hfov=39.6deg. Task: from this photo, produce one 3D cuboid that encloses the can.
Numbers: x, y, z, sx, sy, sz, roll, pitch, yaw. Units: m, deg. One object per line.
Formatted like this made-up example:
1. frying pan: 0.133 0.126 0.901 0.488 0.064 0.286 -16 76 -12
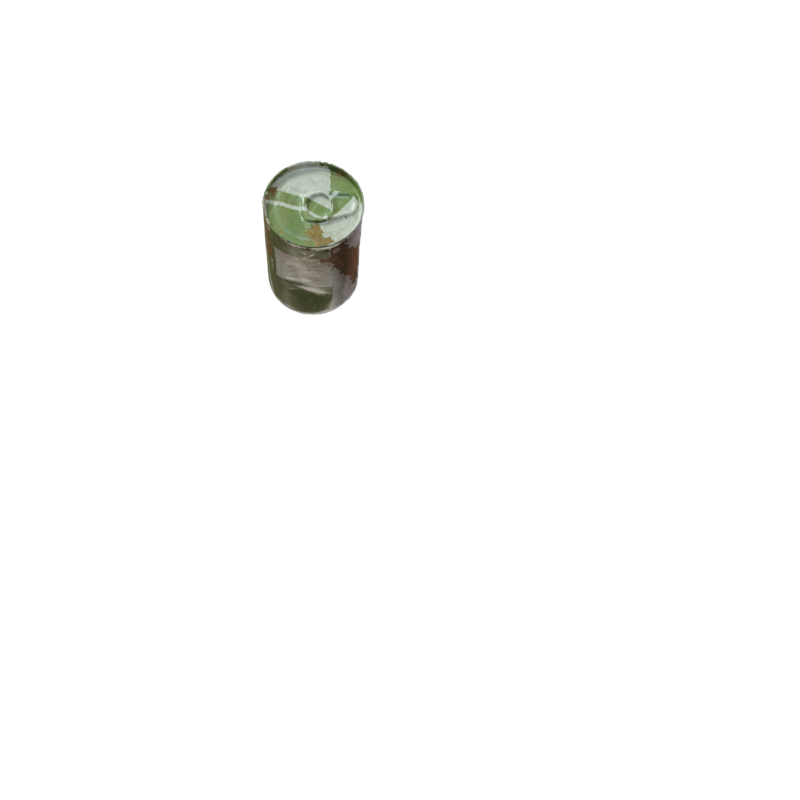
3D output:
1. can: -0.061 -0.111 0.777 0.068 0.073 0.096 0 -26 -3
